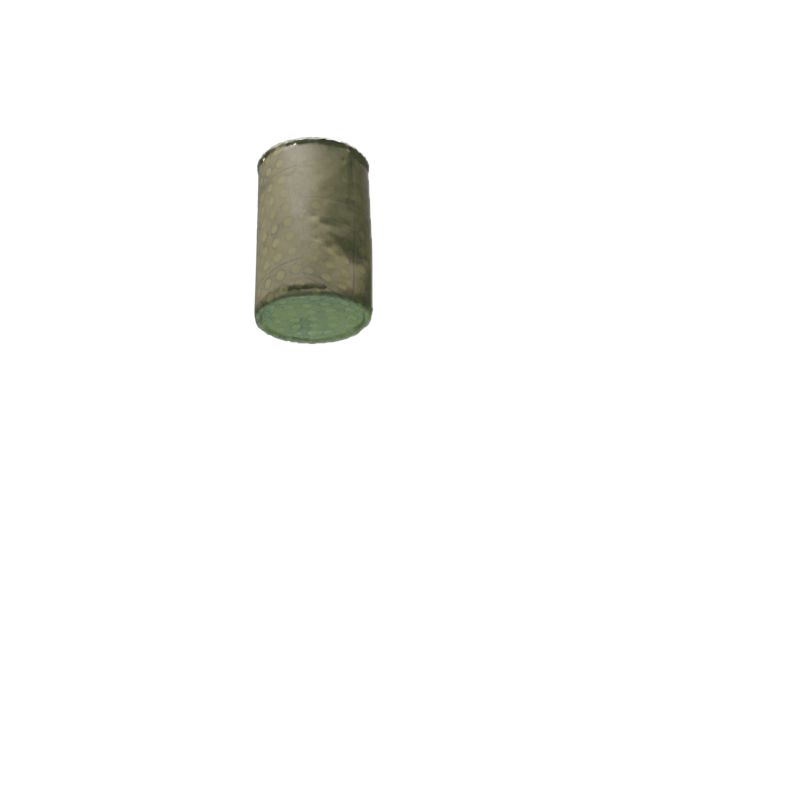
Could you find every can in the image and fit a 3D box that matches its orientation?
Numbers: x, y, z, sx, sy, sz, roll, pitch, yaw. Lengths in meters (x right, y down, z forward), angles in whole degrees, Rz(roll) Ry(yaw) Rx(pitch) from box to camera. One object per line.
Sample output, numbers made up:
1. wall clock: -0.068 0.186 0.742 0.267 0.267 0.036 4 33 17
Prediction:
1. can: -0.051 -0.092 0.646 0.068 0.108 0.065 0 -25 -2
